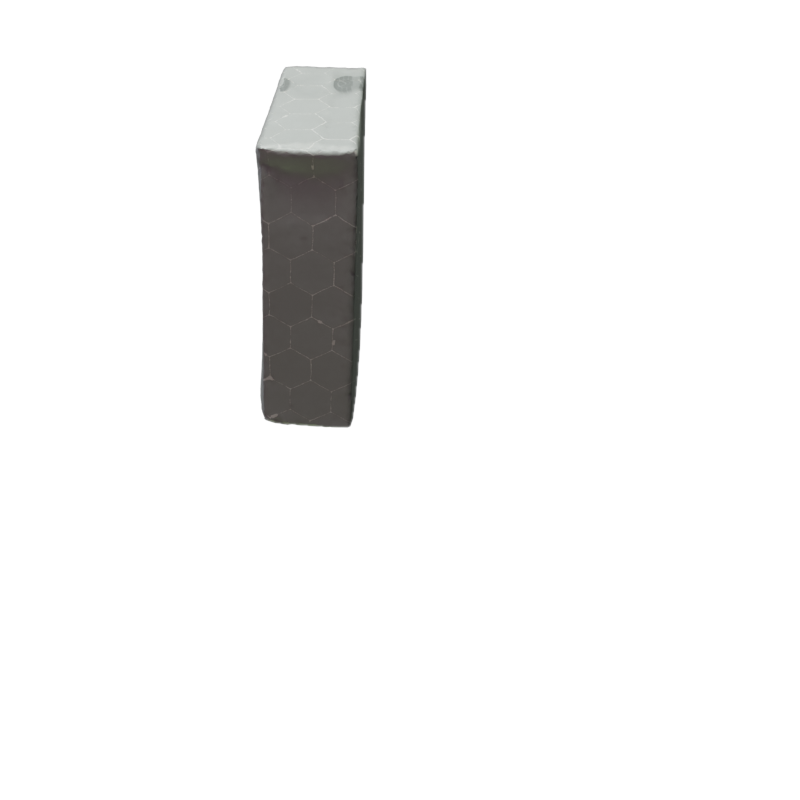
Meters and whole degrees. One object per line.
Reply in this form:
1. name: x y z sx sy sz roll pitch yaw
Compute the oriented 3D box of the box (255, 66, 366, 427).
1. box: -0.063 -0.115 0.802 0.072 0.201 0.174 2 31 0
